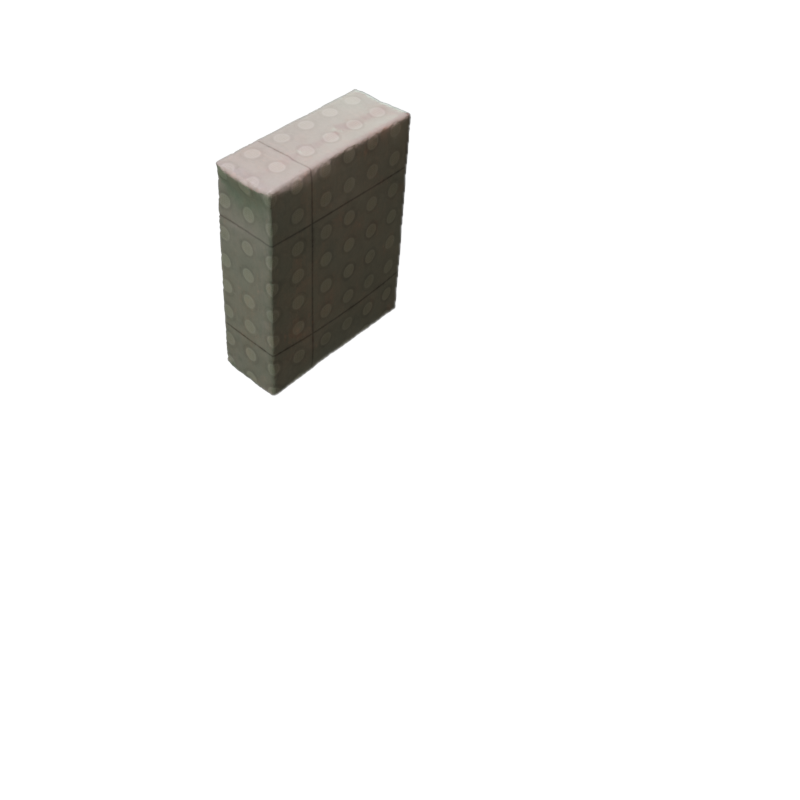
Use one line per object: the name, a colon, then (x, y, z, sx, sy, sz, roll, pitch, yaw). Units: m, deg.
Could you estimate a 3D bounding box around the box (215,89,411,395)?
box: (-0.074, -0.134, 0.940, 0.076, 0.199, 0.165, 31, 48, 28)
